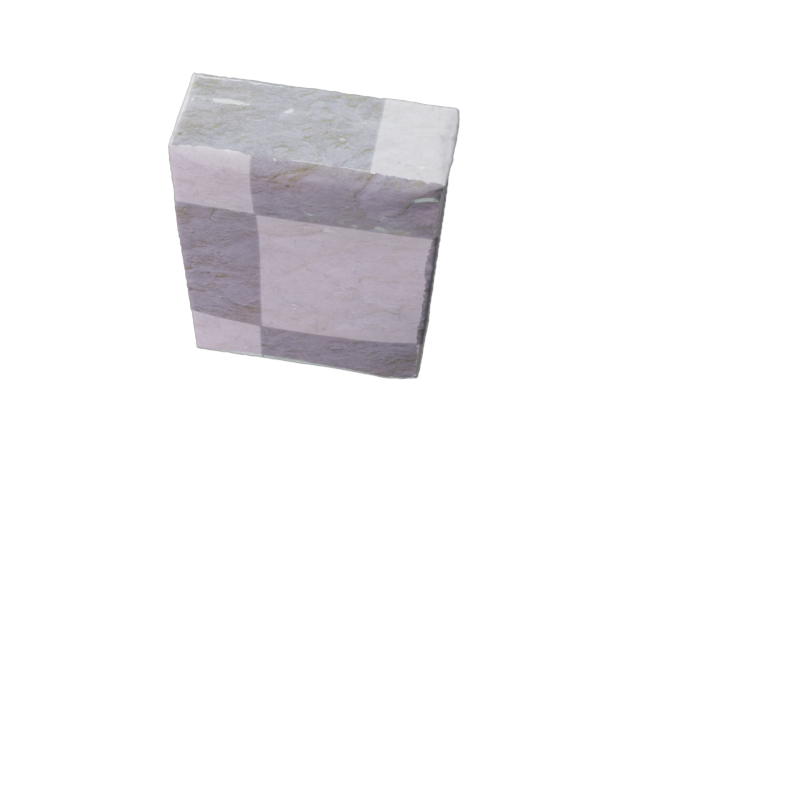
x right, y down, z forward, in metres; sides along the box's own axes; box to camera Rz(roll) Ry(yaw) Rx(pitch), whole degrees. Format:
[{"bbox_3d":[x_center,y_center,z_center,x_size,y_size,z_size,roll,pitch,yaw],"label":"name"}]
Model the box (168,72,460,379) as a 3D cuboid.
[{"bbox_3d":[-0.056,-0.103,0.720,0.166,0.076,0.200,10,-33,4],"label":"box"}]
